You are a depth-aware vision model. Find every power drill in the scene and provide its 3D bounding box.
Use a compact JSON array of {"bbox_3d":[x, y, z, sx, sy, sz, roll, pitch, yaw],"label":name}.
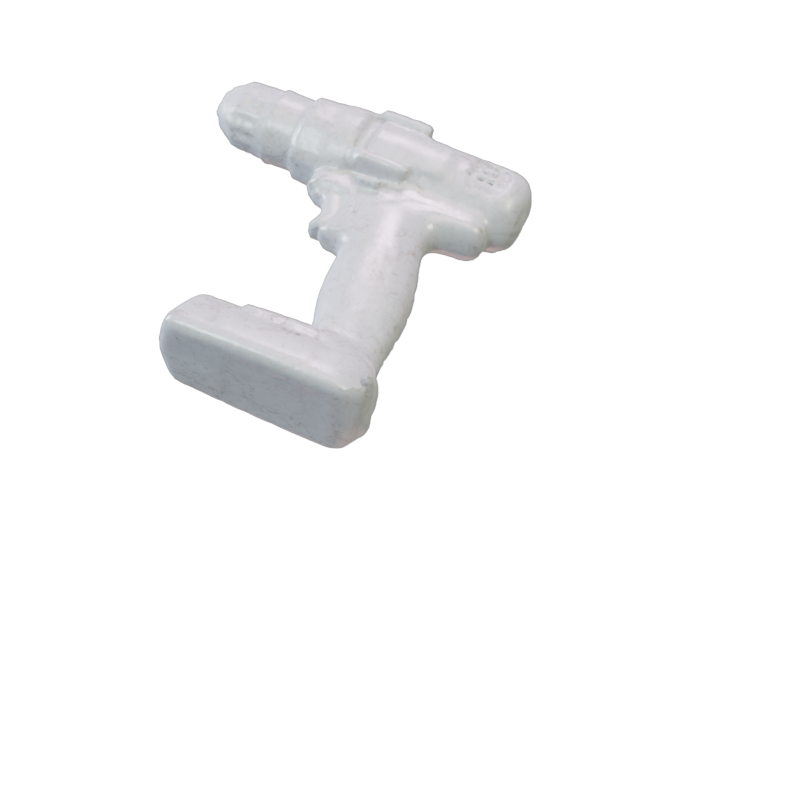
[{"bbox_3d":[-0.045,-0.081,0.571,0.190,0.195,0.053,21,-34,14],"label":"power drill"}]
